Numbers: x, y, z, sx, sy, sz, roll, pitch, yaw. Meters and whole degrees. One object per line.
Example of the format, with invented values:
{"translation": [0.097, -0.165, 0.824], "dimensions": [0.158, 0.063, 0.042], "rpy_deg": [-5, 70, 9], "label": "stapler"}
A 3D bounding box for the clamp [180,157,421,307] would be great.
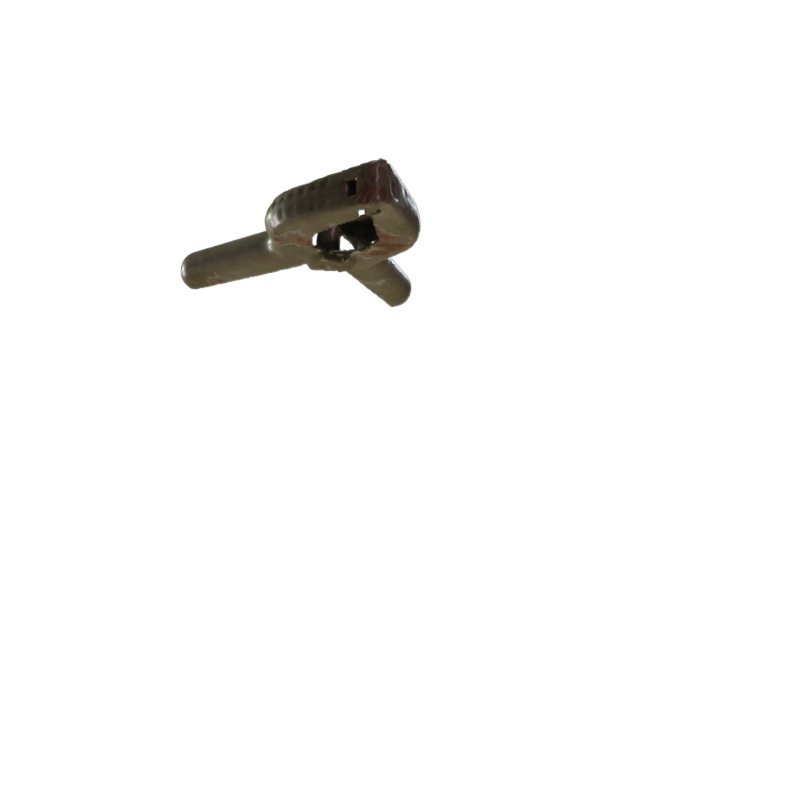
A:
{"translation": [-0.055, -0.100, 0.702], "dimensions": [0.162, 0.038, 0.205], "rpy_deg": [2, -12, -10], "label": "clamp"}
